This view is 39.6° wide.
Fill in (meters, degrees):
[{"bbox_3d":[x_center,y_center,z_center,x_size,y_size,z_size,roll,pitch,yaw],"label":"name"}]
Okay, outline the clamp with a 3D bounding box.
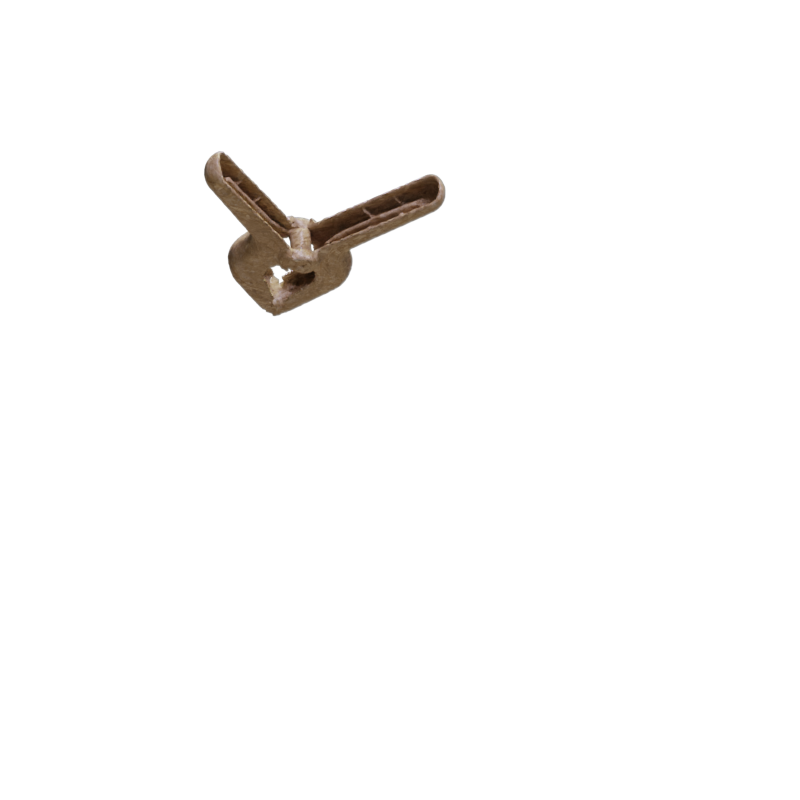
[{"bbox_3d":[-0.064,-0.117,0.816,0.163,0.038,0.201,3,-22,-8],"label":"clamp"}]
